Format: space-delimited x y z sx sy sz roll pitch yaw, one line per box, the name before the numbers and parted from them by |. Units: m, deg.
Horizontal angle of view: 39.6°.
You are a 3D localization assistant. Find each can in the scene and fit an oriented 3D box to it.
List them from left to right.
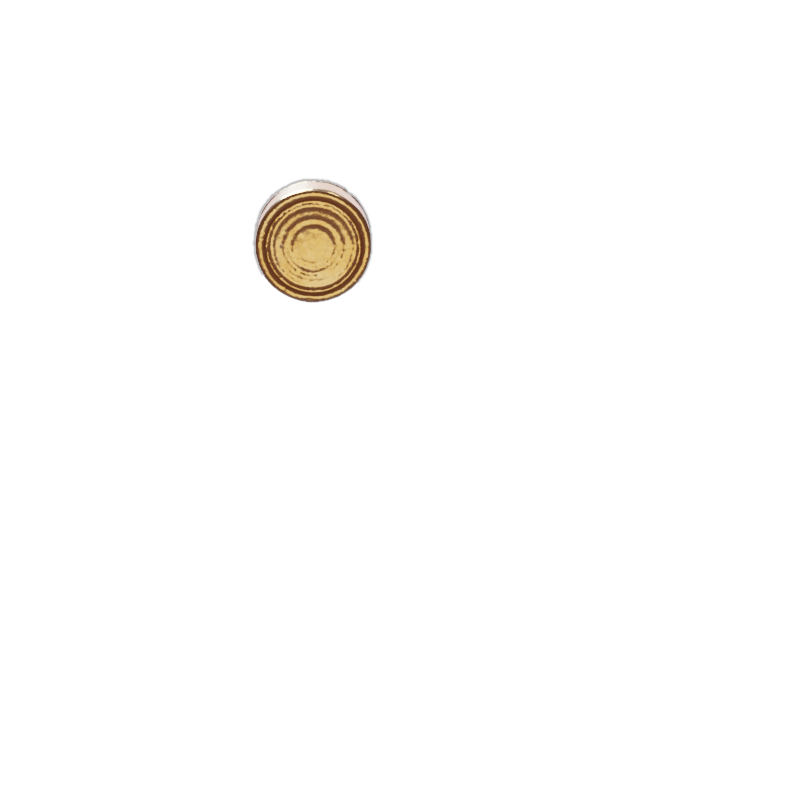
can | -0.063 -0.116 0.810 0.086 0.083 0.035 0 16 -1
